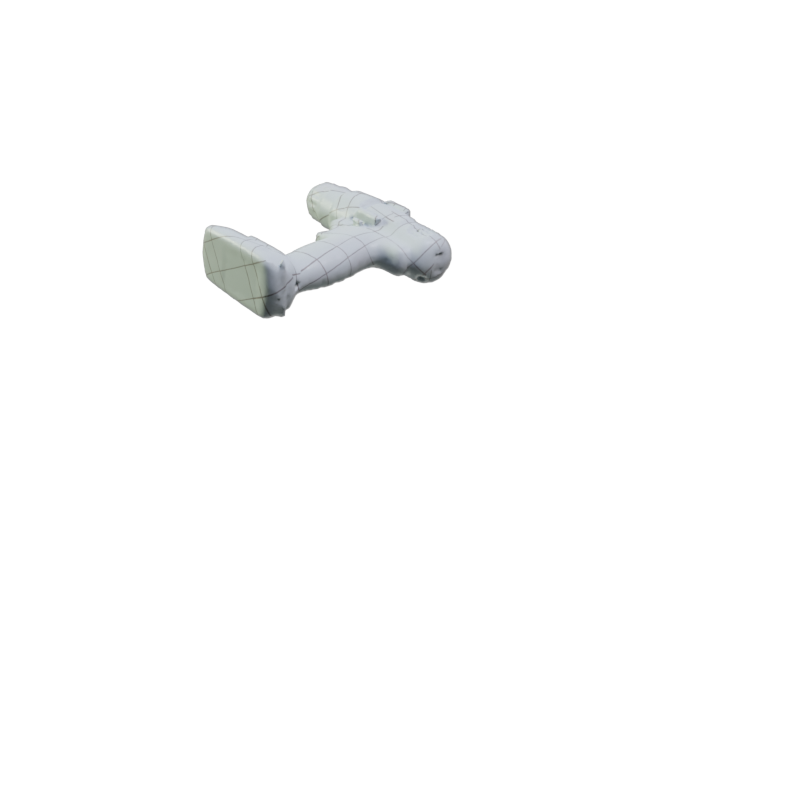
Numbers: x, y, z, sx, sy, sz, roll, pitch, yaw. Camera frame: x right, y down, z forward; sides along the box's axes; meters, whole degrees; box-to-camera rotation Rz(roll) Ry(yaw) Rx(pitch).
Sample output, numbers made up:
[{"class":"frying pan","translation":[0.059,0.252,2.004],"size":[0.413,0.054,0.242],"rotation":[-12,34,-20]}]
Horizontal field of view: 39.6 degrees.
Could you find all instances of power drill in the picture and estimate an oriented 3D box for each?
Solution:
[{"class":"power drill","translation":[-0.077,-0.140,0.980],"size":[0.185,0.054,0.198],"rotation":[-21,35,-33]}]
